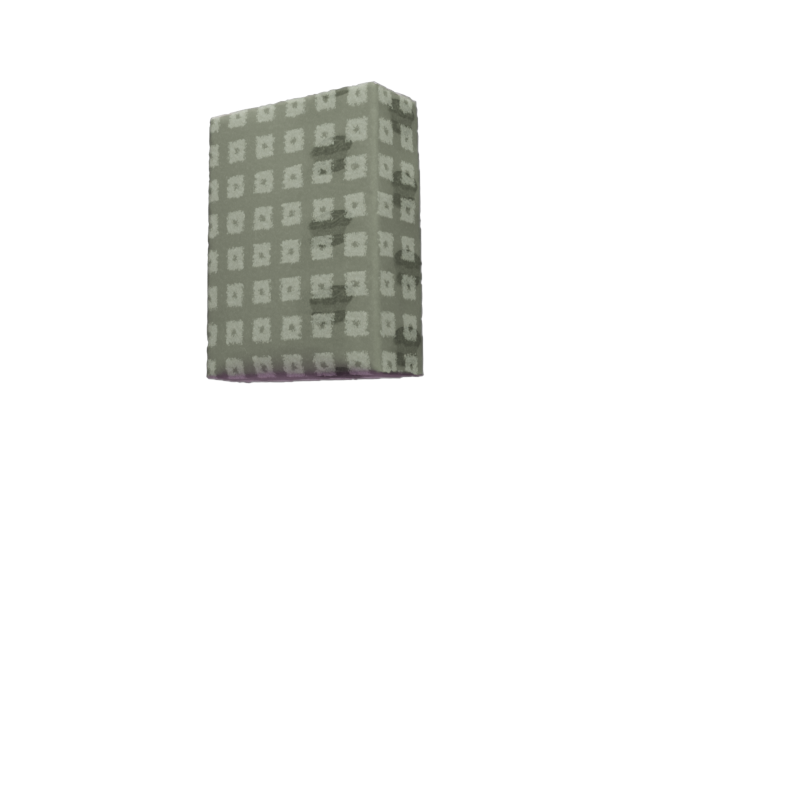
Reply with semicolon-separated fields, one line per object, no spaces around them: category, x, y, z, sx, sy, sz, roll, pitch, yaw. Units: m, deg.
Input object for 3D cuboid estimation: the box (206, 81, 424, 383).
box;-0.067;-0.123;0.858;0.169;0.219;0.068;-5;-10;34
